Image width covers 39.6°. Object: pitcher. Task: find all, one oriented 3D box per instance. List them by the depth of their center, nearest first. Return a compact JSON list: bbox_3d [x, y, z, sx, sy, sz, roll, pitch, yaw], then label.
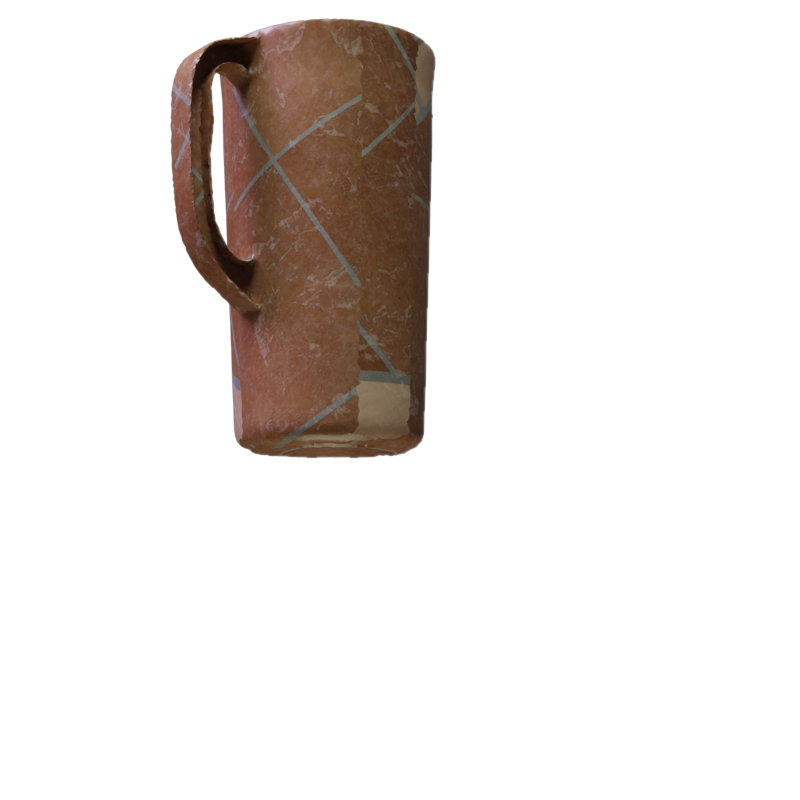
[{"bbox_3d":[-0.051,-0.093,0.649,0.150,0.251,0.140,-1,-12,2],"label":"pitcher"}]
